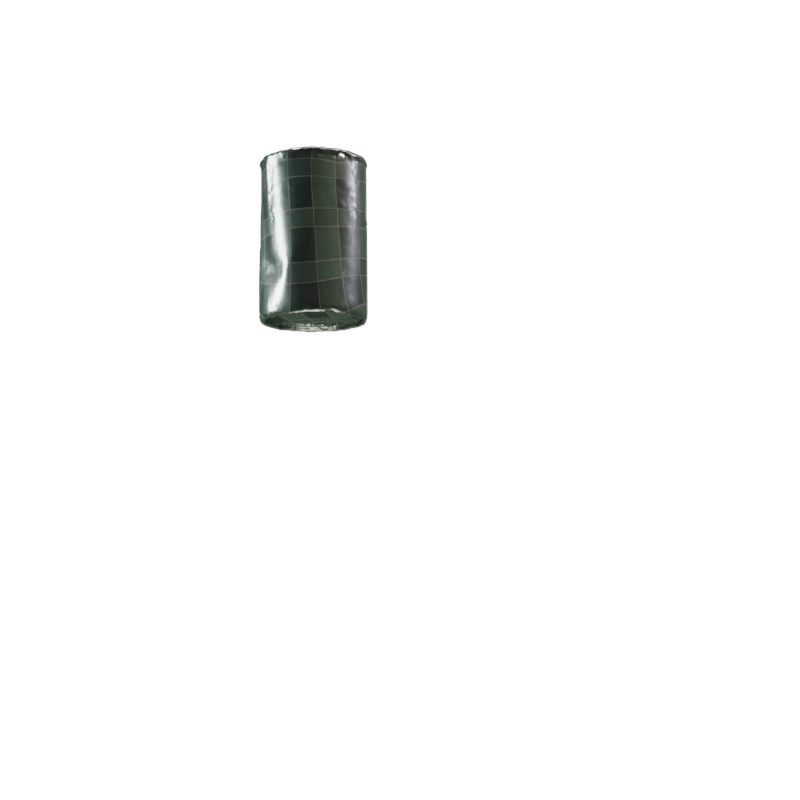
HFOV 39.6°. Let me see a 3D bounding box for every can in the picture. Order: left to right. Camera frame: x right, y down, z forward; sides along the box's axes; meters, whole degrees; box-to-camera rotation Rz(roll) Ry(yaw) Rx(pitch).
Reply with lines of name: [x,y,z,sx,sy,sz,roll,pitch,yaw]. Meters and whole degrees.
can: [-0.054,-0.098,0.687,0.068,0.106,0.066,0,-13,-2]
